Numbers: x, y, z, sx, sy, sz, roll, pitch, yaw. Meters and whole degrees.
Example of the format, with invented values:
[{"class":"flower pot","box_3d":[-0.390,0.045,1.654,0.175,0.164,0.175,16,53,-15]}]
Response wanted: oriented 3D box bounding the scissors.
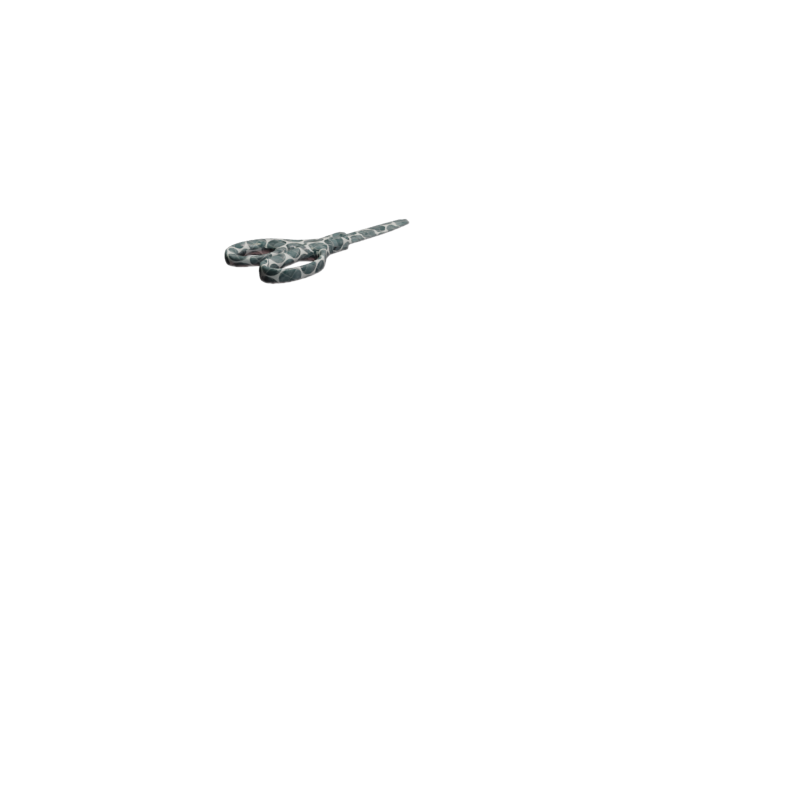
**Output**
[{"class":"scissors","box_3d":[-0.076,-0.138,0.966,0.100,0.015,0.203,10,26,23]}]
